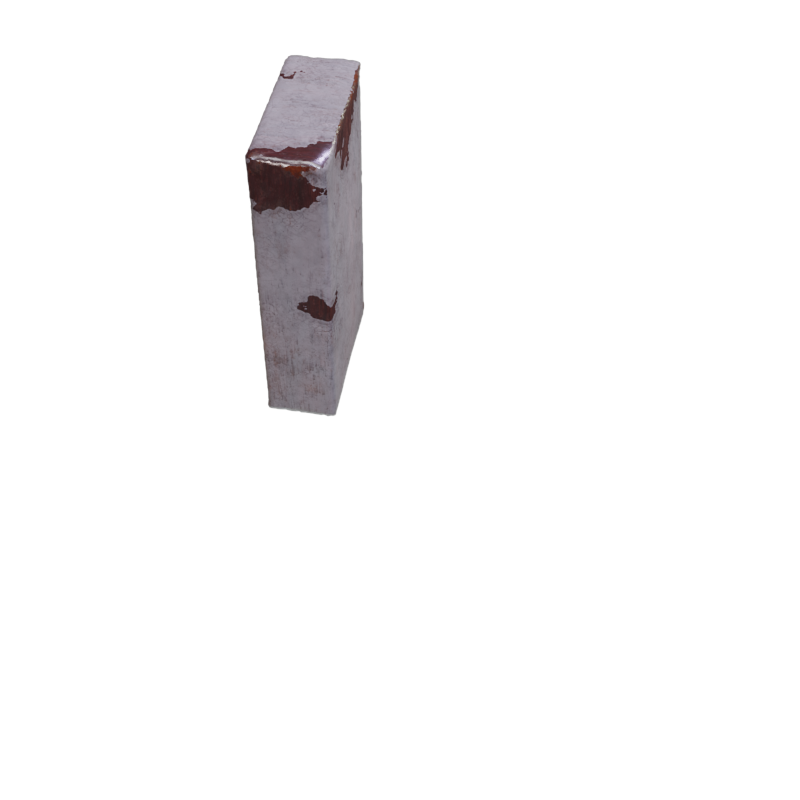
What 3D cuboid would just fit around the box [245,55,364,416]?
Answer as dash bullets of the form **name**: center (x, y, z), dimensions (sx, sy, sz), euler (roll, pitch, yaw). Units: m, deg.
- **box**: center (-0.046, -0.084, 0.592), dimensions (0.048, 0.099, 0.164), euler (8, -44, 4)
